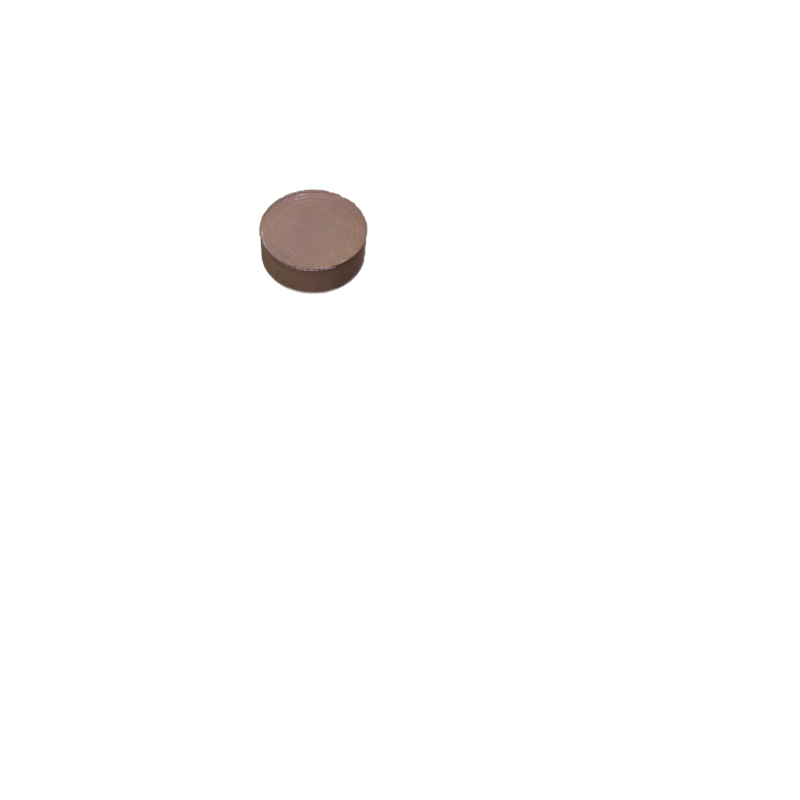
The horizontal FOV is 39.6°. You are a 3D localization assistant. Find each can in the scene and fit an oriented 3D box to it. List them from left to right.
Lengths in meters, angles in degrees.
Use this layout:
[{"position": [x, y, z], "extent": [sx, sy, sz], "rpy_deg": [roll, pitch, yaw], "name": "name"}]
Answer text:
[{"position": [-0.069, -0.127, 0.887], "extent": [0.086, 0.092, 0.031], "rpy_deg": [-1, -39, -1], "name": "can"}]
